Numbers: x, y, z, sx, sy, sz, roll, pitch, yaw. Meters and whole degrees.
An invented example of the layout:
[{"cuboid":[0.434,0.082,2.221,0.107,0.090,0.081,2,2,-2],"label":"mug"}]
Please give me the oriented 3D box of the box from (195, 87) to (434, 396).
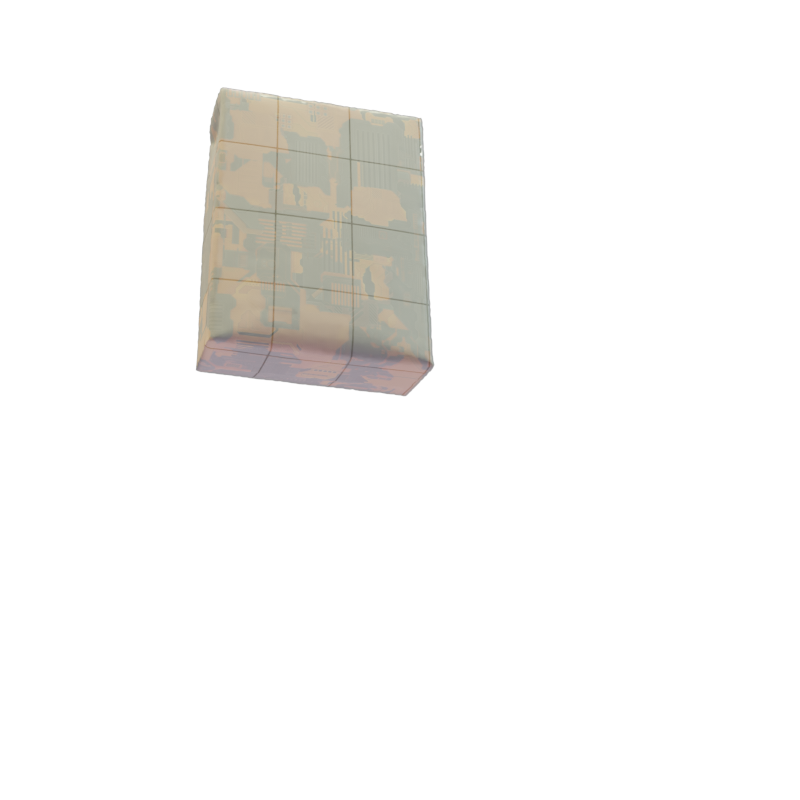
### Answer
[{"cuboid":[-0.065,-0.119,0.834,0.161,0.227,0.069,6,-28,-14],"label":"box"}]
